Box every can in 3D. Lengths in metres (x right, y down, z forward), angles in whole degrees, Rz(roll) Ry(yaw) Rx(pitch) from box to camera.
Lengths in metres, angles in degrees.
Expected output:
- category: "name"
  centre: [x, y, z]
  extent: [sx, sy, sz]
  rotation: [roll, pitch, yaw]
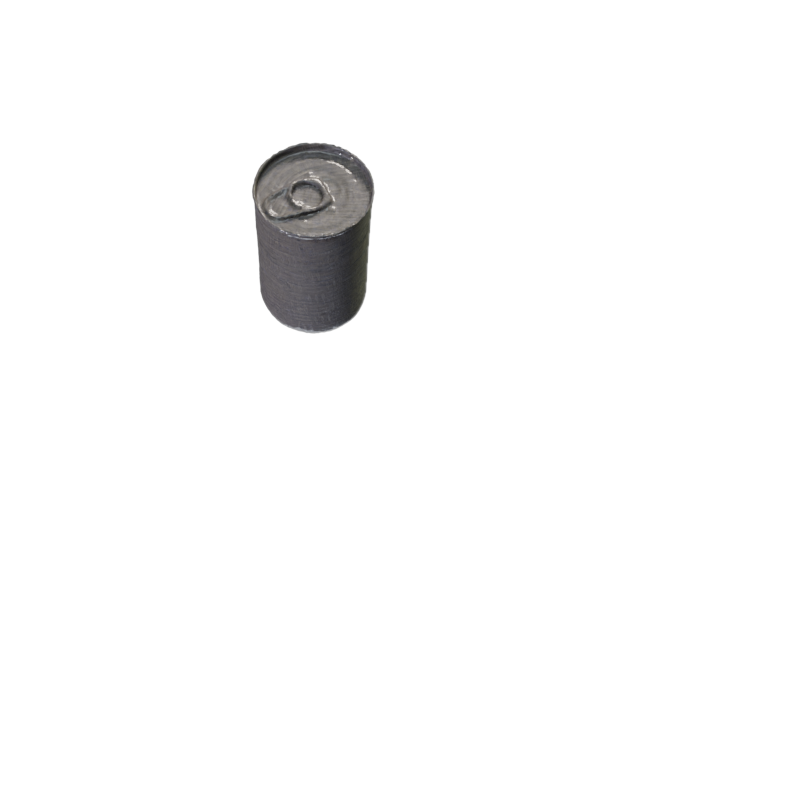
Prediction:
- category: "can"
  centre: [-0.051, -0.094, 0.655]
  extent: [0.068, 0.073, 0.096]
  rotation: [0, -32, -3]
